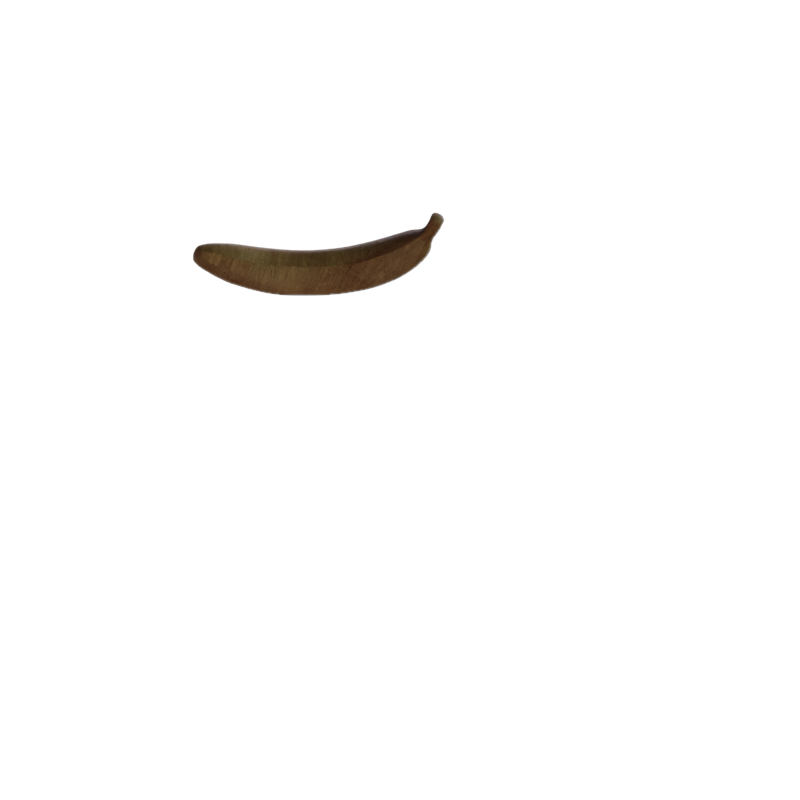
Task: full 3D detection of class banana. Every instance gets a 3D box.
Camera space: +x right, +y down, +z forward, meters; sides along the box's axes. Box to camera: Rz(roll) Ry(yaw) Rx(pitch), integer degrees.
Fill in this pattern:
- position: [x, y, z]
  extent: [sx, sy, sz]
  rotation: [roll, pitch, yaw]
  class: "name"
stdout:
- position: [-0.061, -0.112, 0.877]
  extent: [0.199, 0.064, 0.039]
  rotation: [-8, 41, 7]
  class: "banana"
